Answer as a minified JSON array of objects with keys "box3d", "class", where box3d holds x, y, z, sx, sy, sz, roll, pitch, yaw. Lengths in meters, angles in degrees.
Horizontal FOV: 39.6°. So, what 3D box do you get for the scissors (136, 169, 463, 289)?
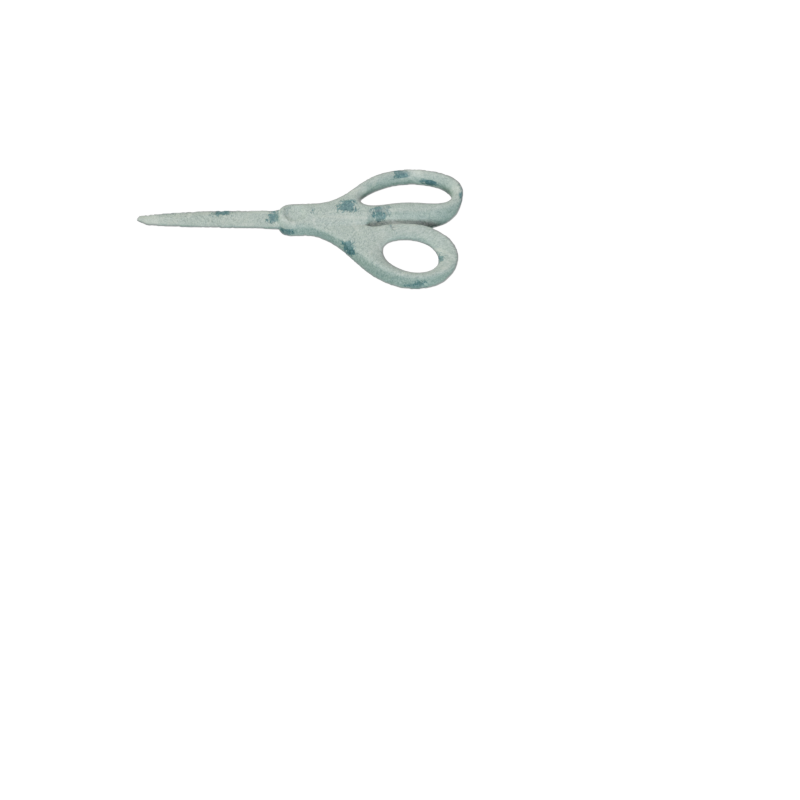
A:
[{"box3d":[-0.053,-0.097,0.676,0.200,0.104,0.015,-14,-35,-10],"class":"scissors"}]
